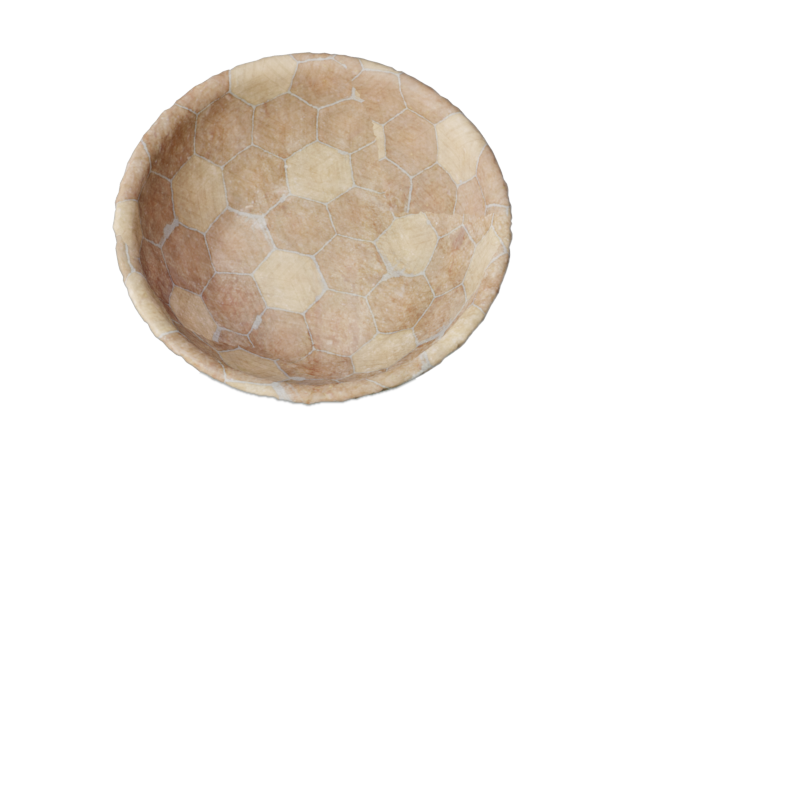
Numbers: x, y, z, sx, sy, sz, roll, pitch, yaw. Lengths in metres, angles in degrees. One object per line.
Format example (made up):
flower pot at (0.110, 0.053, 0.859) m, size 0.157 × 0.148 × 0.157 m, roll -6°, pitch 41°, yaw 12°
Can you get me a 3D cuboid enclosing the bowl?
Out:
bowl at (-0.037, -0.067, 0.472) m, size 0.162 × 0.171 × 0.052 m, roll -1°, pitch -25°, yaw -1°
